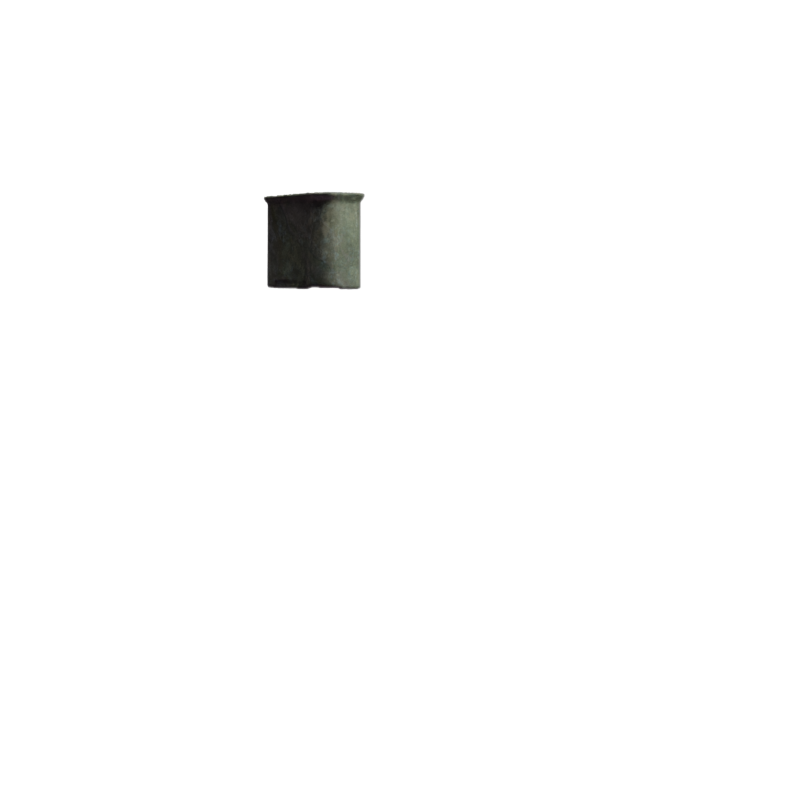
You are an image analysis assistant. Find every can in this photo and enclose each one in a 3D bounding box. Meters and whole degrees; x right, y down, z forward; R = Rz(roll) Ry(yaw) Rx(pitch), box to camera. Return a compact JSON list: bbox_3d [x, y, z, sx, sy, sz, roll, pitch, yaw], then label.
[{"bbox_3d":[-0.078,-0.142,0.993,0.055,0.084,0.106,-1,4,-38],"label":"can"}]
